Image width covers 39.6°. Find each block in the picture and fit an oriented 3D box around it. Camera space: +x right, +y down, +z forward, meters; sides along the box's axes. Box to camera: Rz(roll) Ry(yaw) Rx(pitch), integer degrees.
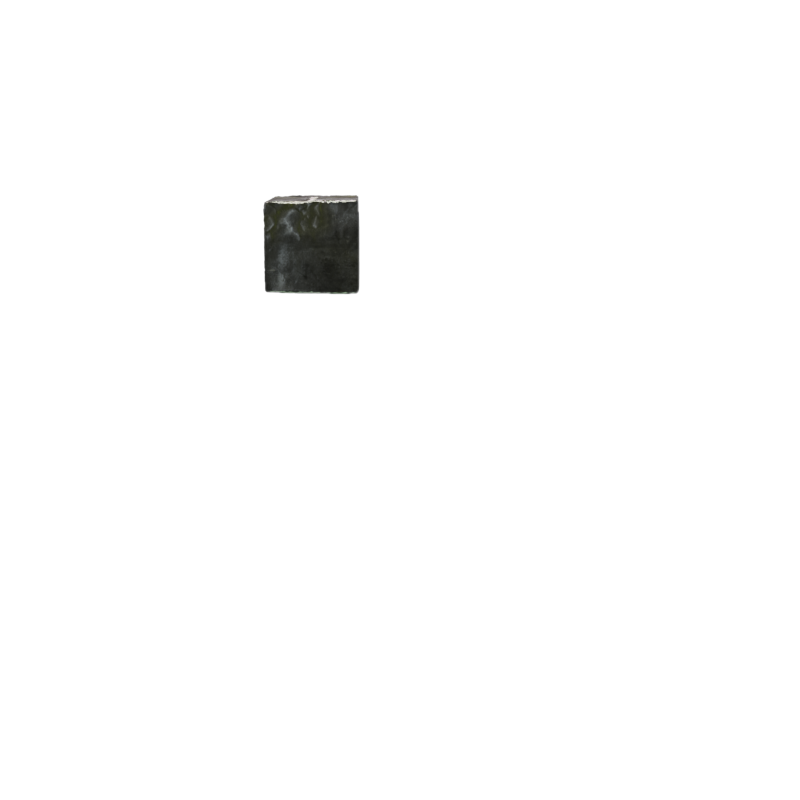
[{"bbox_3d":[-0.050,-0.091,0.636,0.053,0.050,0.079,0,10,-2],"label":"block"}]
